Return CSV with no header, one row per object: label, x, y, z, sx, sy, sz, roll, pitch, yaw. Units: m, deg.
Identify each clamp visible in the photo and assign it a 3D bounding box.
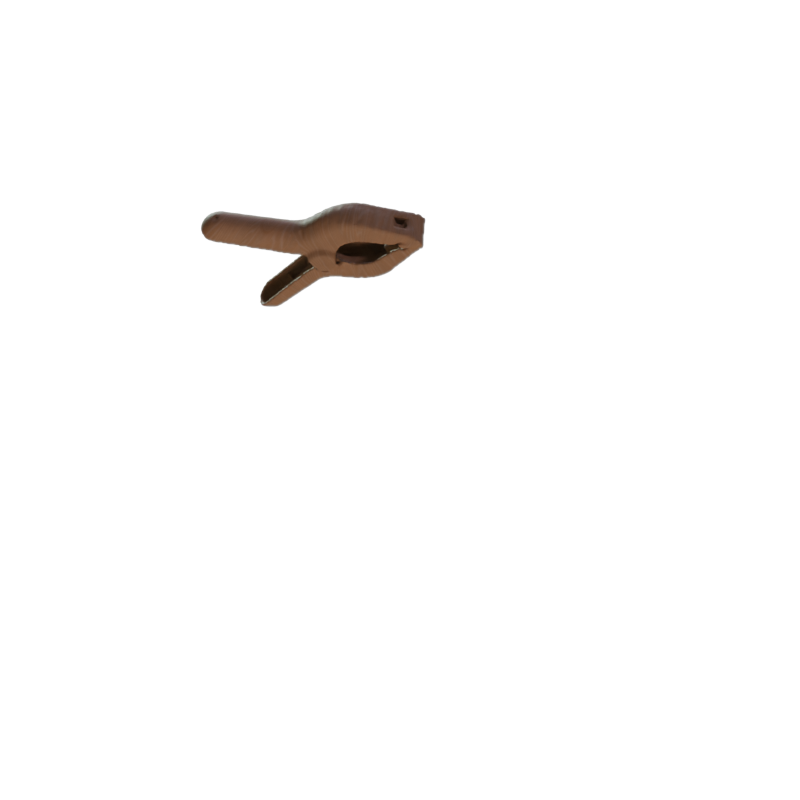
clamp,-0.068,-0.125,0.873,0.174,0.042,0.111,-14,-29,27
